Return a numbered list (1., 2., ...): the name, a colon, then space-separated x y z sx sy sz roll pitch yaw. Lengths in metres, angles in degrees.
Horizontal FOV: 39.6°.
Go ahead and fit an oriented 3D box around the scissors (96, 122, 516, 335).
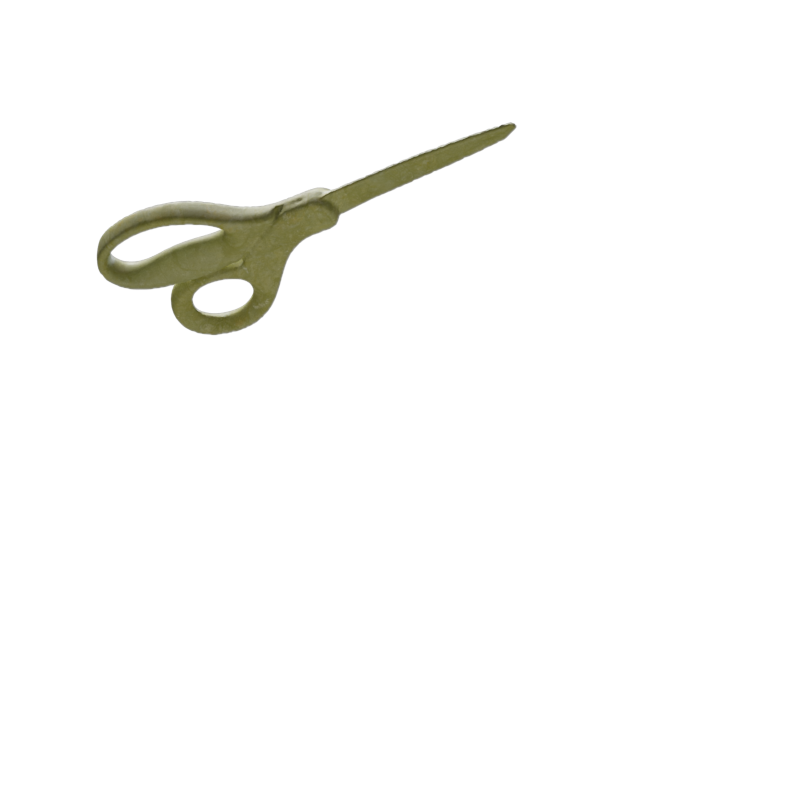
1. scissors: -0.040 -0.073 0.512 0.204 0.017 0.089 -9 -37 12
